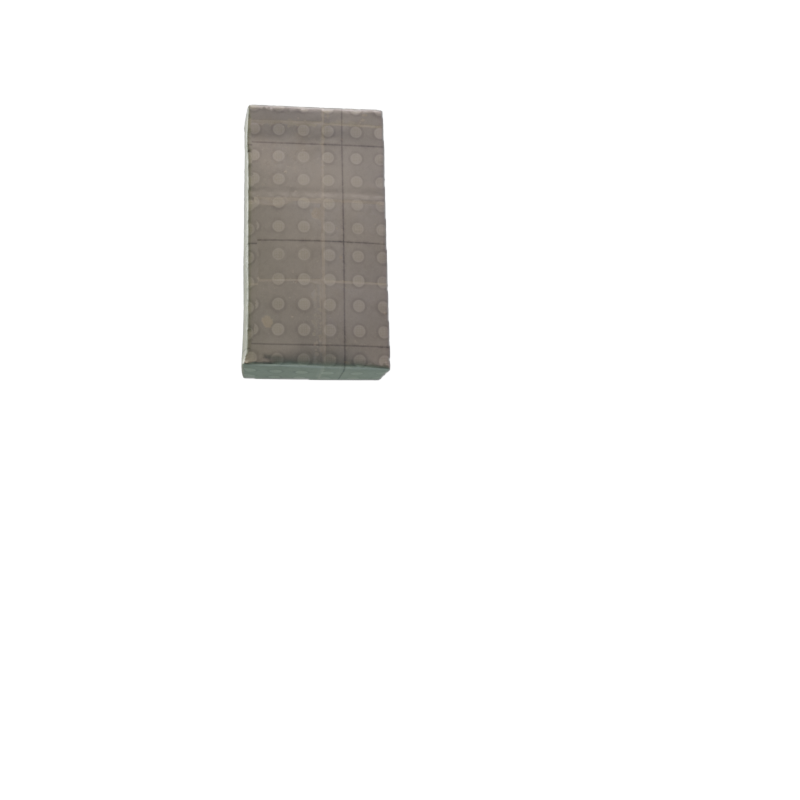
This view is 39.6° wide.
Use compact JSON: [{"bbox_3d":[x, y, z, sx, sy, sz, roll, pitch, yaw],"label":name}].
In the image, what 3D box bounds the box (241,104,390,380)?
[{"bbox_3d":[-0.057,-0.103,0.725,0.092,0.184,0.046,1,-18,-8],"label":"box"}]
